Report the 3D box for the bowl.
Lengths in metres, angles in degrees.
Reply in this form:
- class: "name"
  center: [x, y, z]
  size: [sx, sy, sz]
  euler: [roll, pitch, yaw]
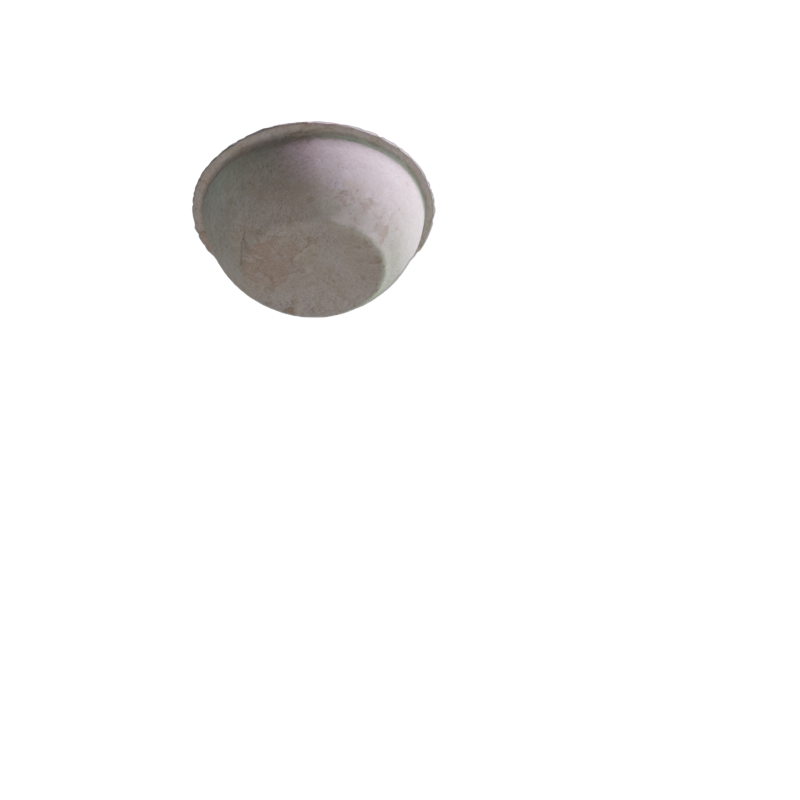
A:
- class: "bowl"
  center: [-0.057, -0.103, 0.723]
  size: [0.162, 0.059, 0.151]
  euler: [1, -39, -1]
